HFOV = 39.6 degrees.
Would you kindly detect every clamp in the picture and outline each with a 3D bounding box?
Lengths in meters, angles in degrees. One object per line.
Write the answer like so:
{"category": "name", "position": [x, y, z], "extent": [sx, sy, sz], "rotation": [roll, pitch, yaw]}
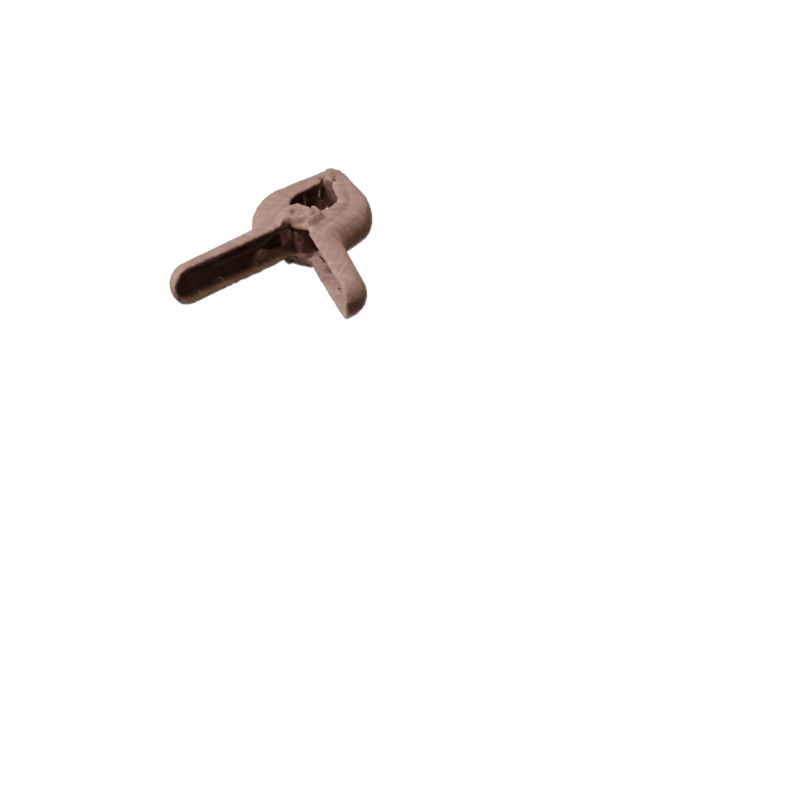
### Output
{"category": "clamp", "position": [-0.055, -0.101, 0.705], "extent": [0.124, 0.037, 0.177], "rotation": [14, 39, 18]}
